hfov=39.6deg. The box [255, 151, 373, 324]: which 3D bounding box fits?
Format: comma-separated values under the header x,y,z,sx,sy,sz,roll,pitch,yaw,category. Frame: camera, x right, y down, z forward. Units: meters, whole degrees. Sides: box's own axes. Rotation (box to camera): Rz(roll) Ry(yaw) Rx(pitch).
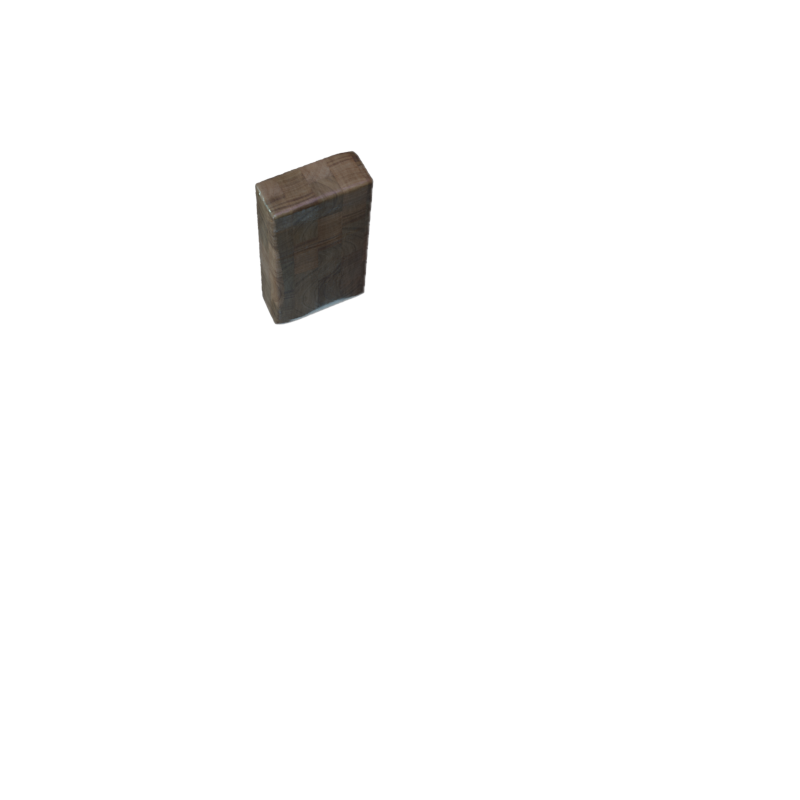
x,y,z,sx,sy,sz,roll,pitch,yaw,category
-0.076,-0.139,0.973,0.093,0.051,0.165,-22,-27,-16,box
